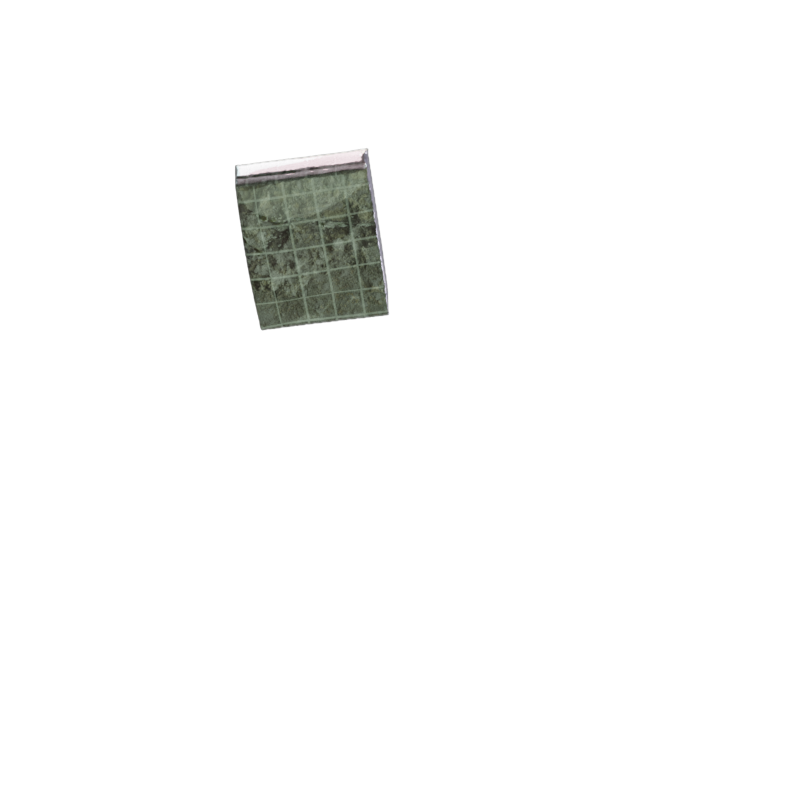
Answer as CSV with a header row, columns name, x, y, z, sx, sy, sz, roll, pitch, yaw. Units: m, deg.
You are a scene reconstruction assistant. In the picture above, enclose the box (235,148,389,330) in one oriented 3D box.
name,x,y,z,sx,sy,sz,roll,pitch,yaw
box,-0.058,-0.105,0.737,0.090,0.106,0.041,-6,31,3
